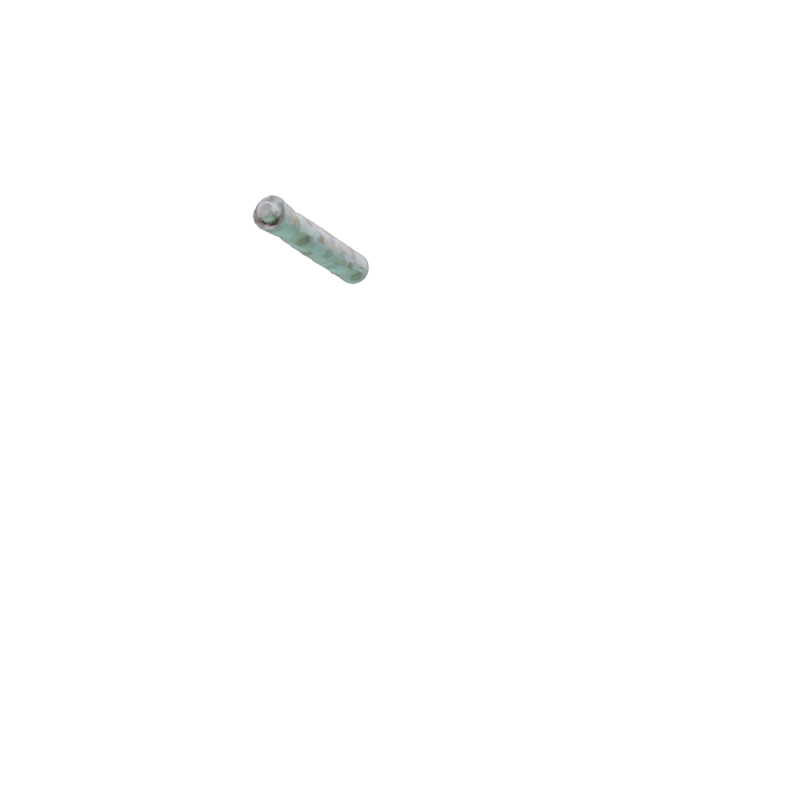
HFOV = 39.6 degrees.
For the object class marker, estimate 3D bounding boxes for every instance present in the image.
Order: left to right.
[{"bbox_3d":[-0.048,-0.087,0.608,0.020,0.020,0.114,2,-8,22],"label":"marker"}]
